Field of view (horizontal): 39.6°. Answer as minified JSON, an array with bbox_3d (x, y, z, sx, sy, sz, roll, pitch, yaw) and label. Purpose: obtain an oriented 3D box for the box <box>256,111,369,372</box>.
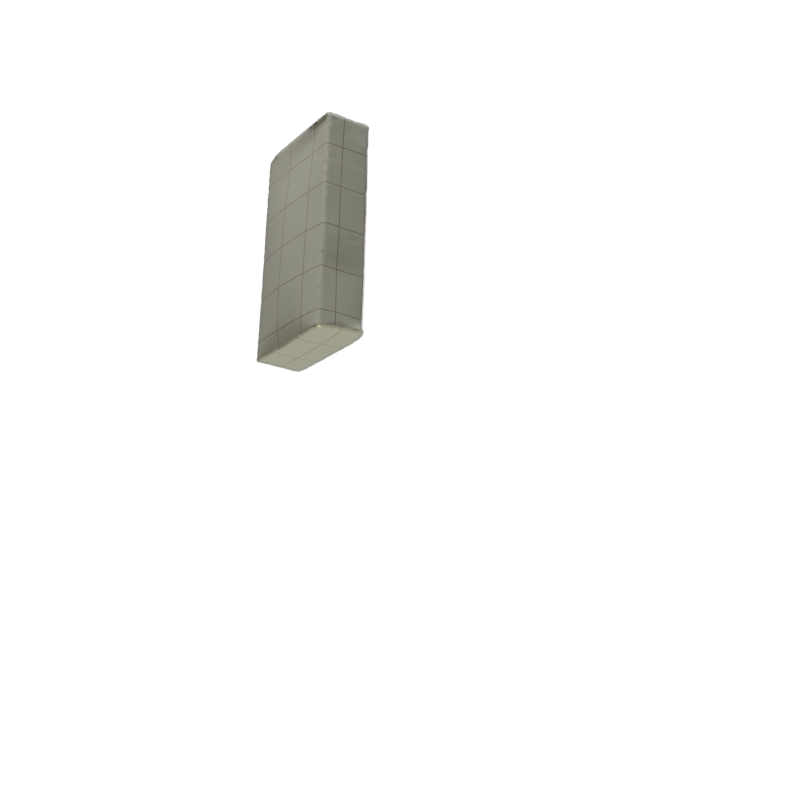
[{"bbox_3d":[-0.066,-0.120,0.839,0.046,0.186,0.093,14,-28,-32],"label":"box"}]
